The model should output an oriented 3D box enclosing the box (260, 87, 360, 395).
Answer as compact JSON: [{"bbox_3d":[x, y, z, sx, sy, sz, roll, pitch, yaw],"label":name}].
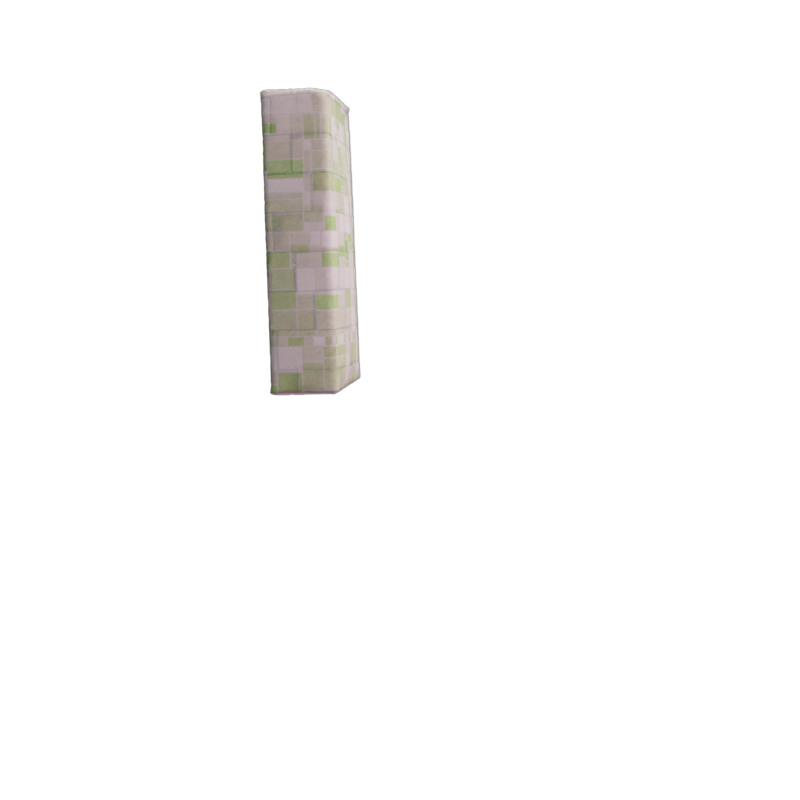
[{"bbox_3d":[-0.052,-0.096,0.674,0.049,0.176,0.092,0,1,7],"label":"box"}]
